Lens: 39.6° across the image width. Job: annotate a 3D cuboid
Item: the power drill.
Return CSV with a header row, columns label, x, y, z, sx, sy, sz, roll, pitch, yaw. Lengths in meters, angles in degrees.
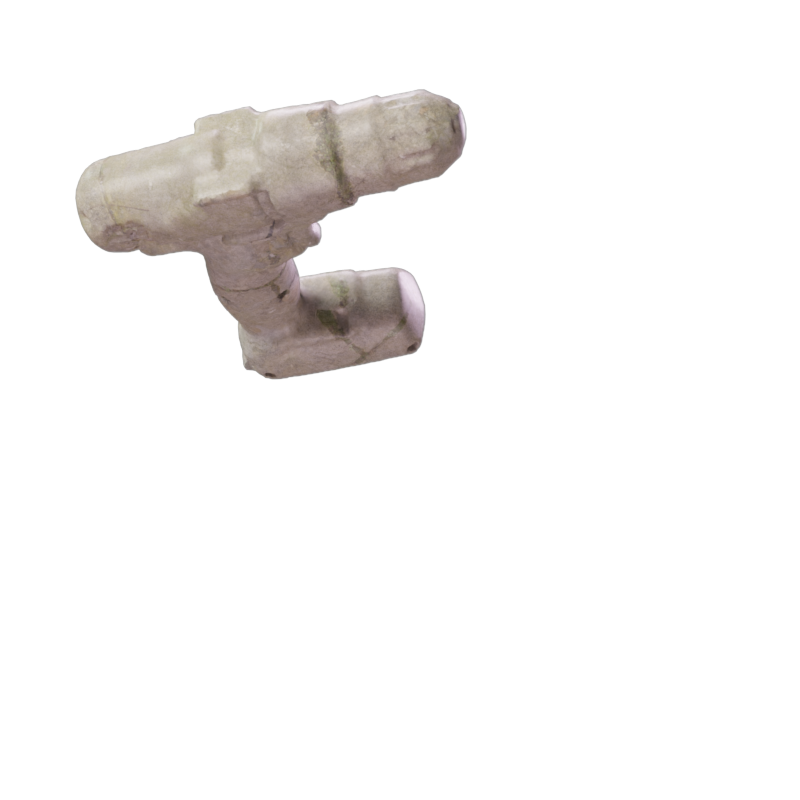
label,x,y,z,sx,sy,sz,roll,pitch,yaw
power drill,-0.044,-0.080,0.562,0.187,0.061,0.174,-8,-28,14
